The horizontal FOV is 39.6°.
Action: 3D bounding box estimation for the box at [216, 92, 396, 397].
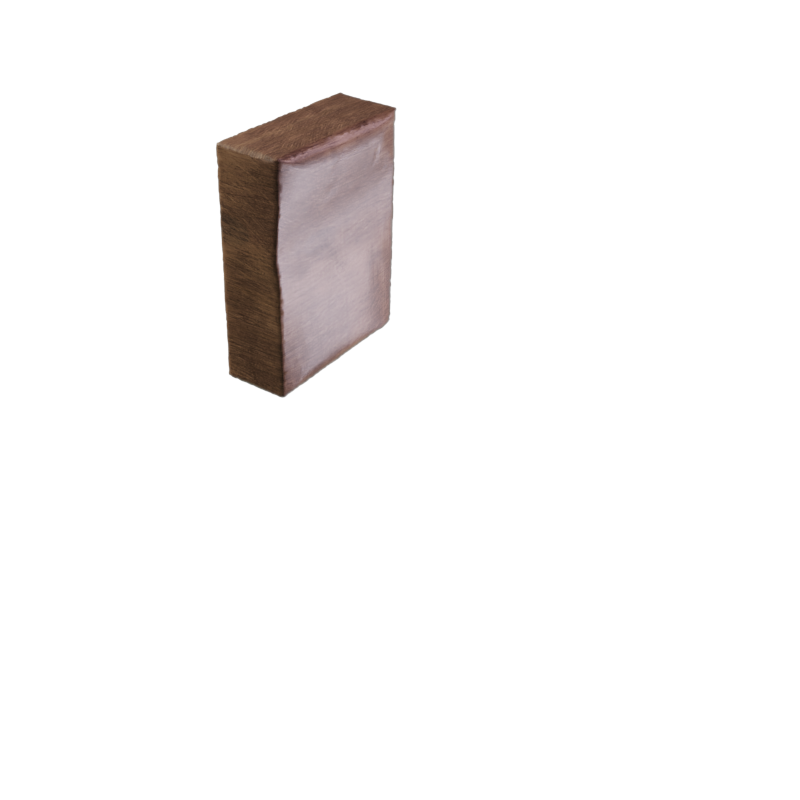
[{"bbox_3d":[-0.074,-0.135,0.943,0.076,0.202,0.165,19,34,29],"label":"box"}]
